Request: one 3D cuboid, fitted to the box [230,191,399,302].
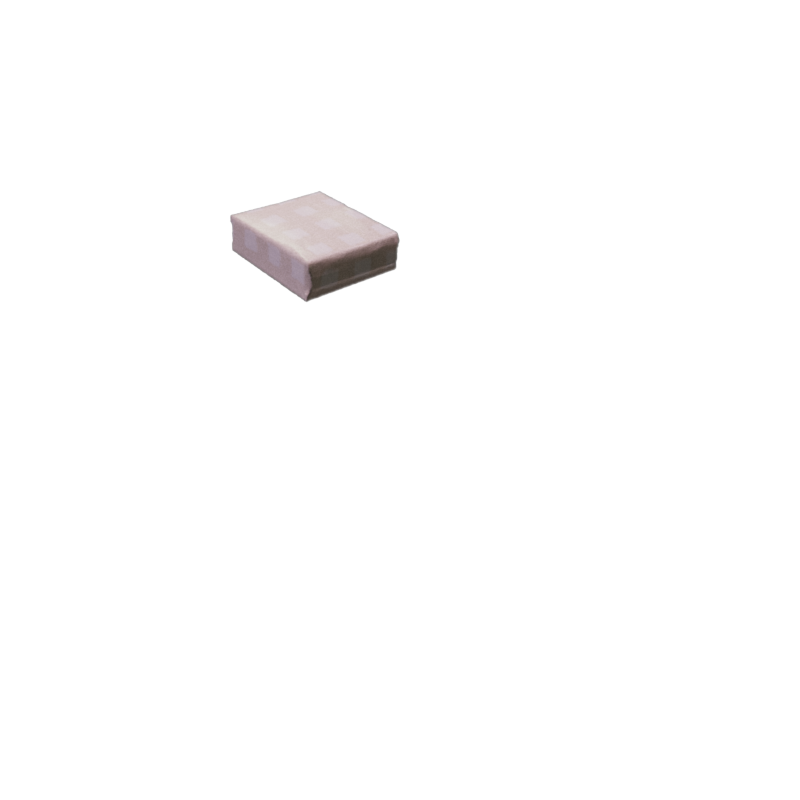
[{"bbox_3d":[-0.056,-0.102,0.717,0.072,0.028,0.096,-21,37,-31],"label":"box"}]
